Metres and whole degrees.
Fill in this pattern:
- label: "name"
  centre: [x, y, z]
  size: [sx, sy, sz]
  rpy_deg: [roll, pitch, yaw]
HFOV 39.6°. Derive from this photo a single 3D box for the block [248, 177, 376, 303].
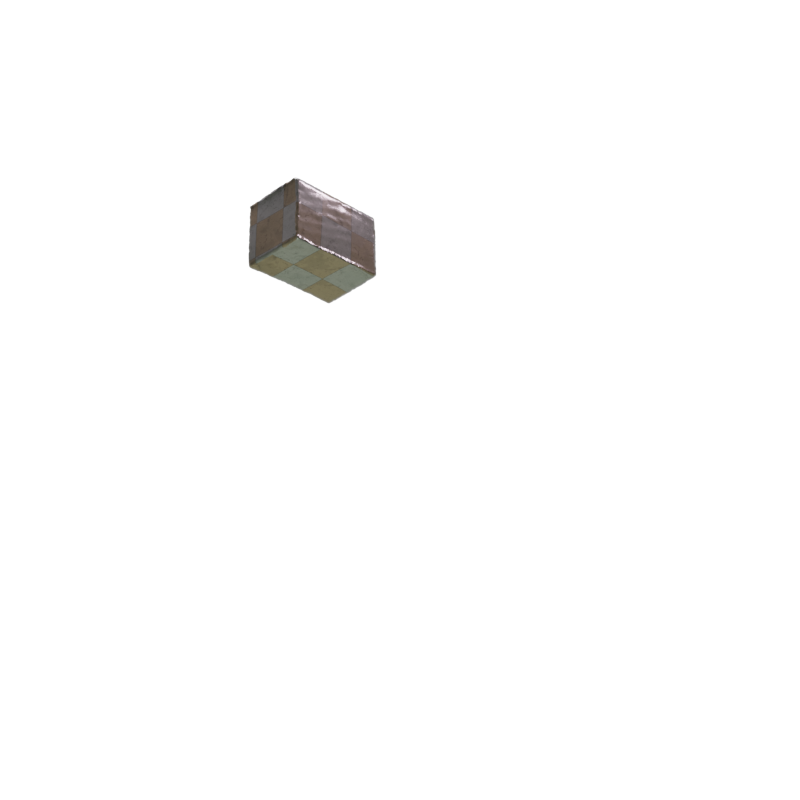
- label: "block"
  centre: [-0.062, -0.112, 0.787]
  size: [0.073, 0.055, 0.053]
  rpy_deg: [24, -38, -38]
